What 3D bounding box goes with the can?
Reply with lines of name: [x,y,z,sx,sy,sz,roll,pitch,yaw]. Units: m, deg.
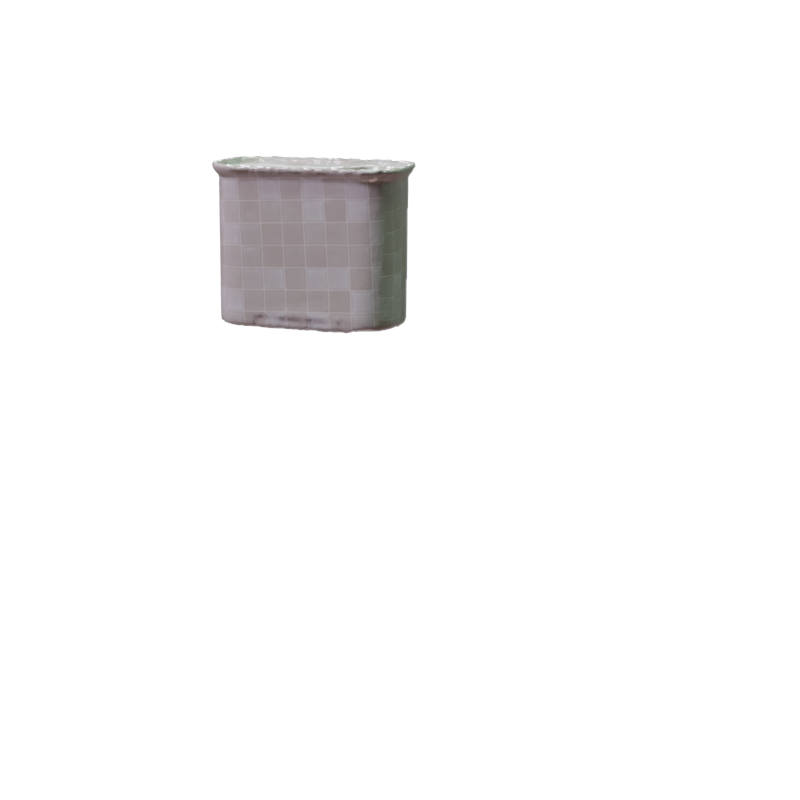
can: [-0.045,-0.082,0.577,0.104,0.082,0.058,5,12,17]
